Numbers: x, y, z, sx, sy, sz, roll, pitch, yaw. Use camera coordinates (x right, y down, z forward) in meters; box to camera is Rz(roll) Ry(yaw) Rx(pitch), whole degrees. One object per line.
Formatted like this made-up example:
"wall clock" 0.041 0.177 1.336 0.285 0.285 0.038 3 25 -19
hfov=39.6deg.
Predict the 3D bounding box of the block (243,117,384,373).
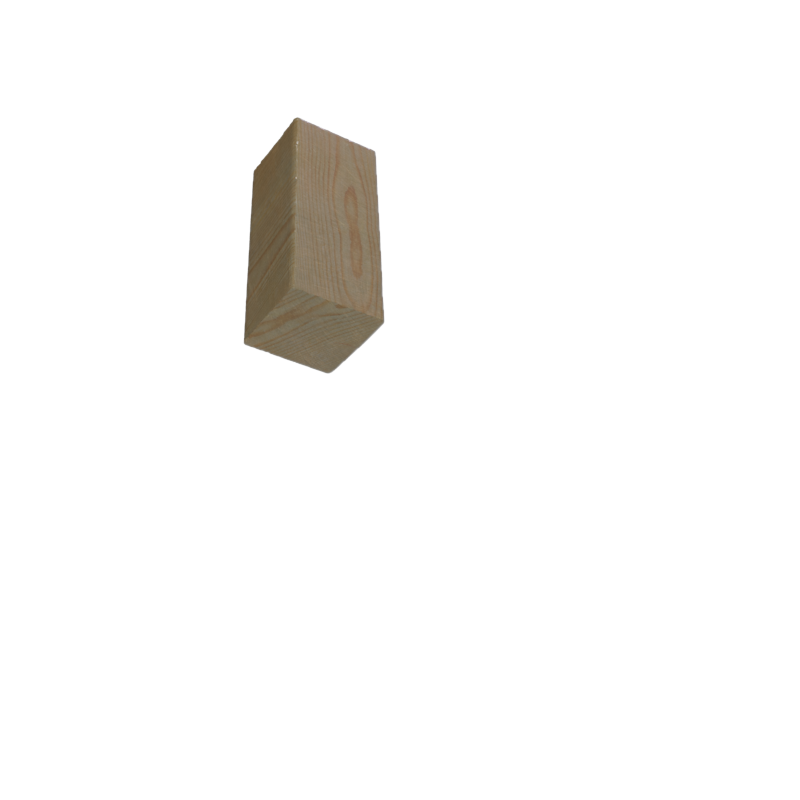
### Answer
"block" -0.078 -0.141 0.994 0.087 0.221 0.088 20 -44 -26
